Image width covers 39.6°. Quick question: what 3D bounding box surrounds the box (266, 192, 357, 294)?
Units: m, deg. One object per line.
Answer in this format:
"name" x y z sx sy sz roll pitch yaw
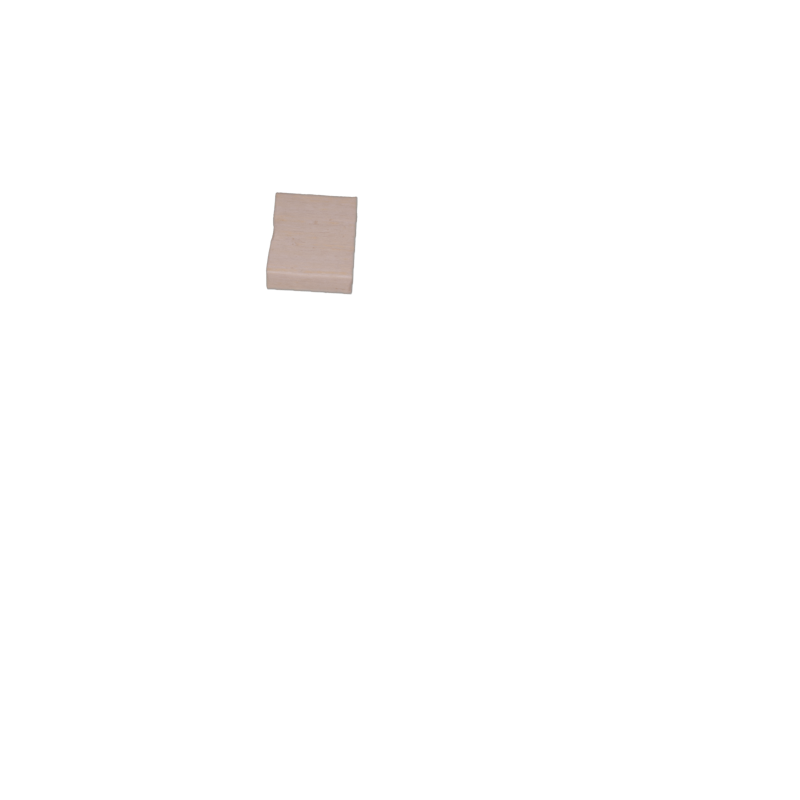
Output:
"box" -0.074 -0.136 0.950 0.073 0.095 0.028 3 -33 1
